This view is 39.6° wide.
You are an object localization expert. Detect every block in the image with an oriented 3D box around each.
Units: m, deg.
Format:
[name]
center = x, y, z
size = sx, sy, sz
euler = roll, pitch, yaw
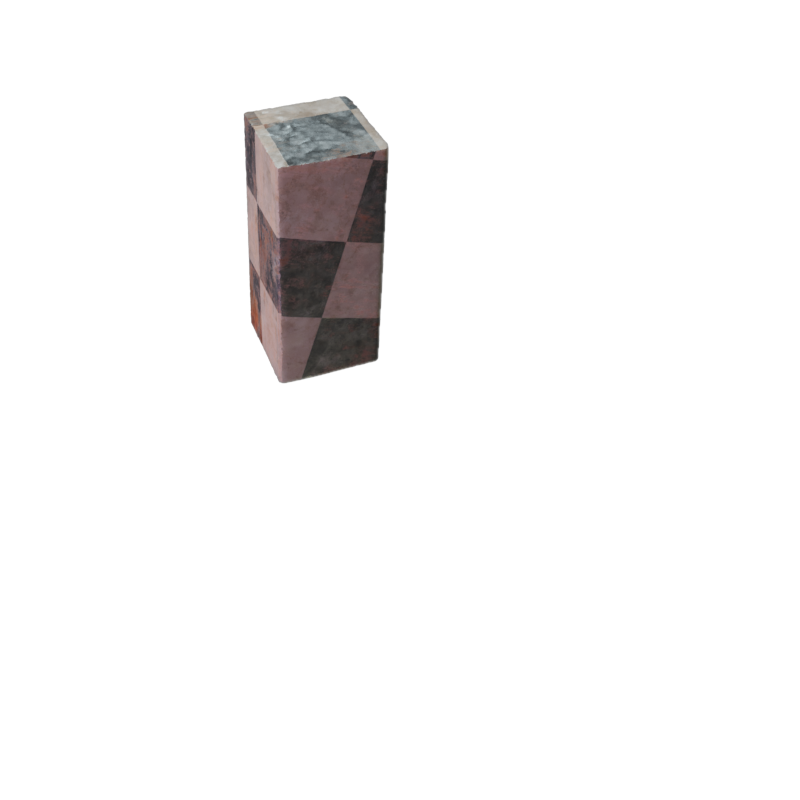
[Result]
[block]
center = -0.069, -0.127, 0.892
size = 0.089, 0.193, 0.098
euler = -12, 40, -18
